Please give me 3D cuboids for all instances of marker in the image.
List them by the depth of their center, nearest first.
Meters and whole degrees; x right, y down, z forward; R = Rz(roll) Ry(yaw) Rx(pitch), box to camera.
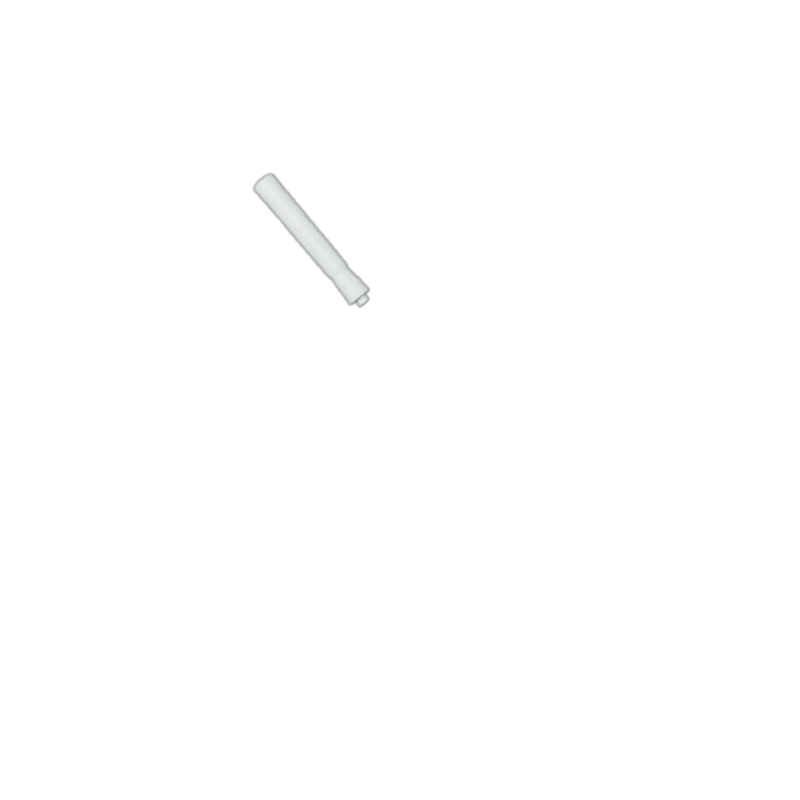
[{"bbox_3d":[-0.065,-0.118,0.829,0.020,0.124,0.019,-38,-10,-7],"label":"marker"}]
